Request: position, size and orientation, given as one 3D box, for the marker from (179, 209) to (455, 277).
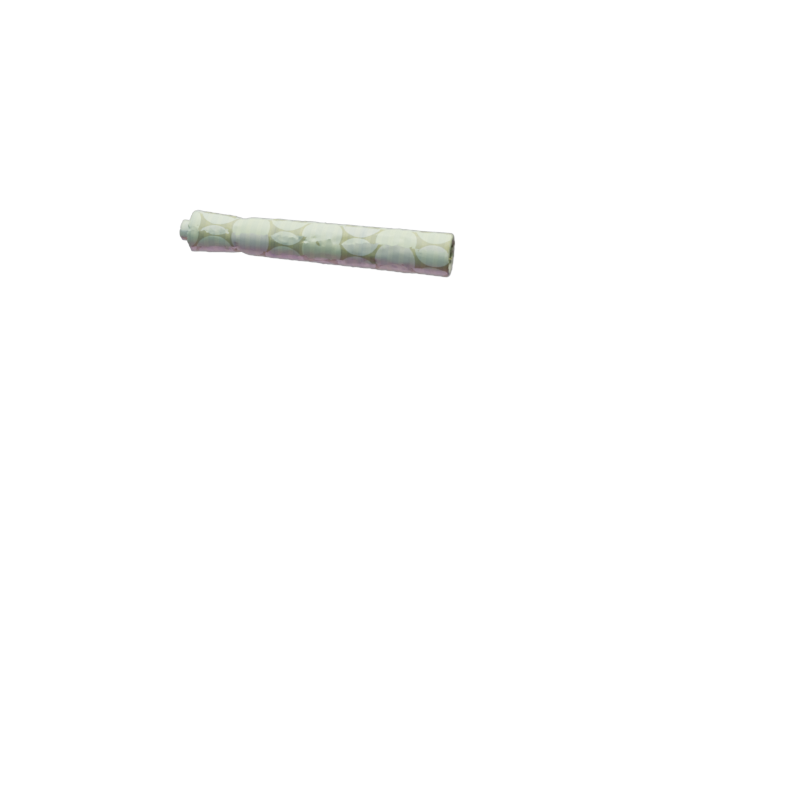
[{"bbox_3d":[-0.038,-0.069,0.481,0.124,0.020,0.019,7,6,14],"label":"marker"}]
